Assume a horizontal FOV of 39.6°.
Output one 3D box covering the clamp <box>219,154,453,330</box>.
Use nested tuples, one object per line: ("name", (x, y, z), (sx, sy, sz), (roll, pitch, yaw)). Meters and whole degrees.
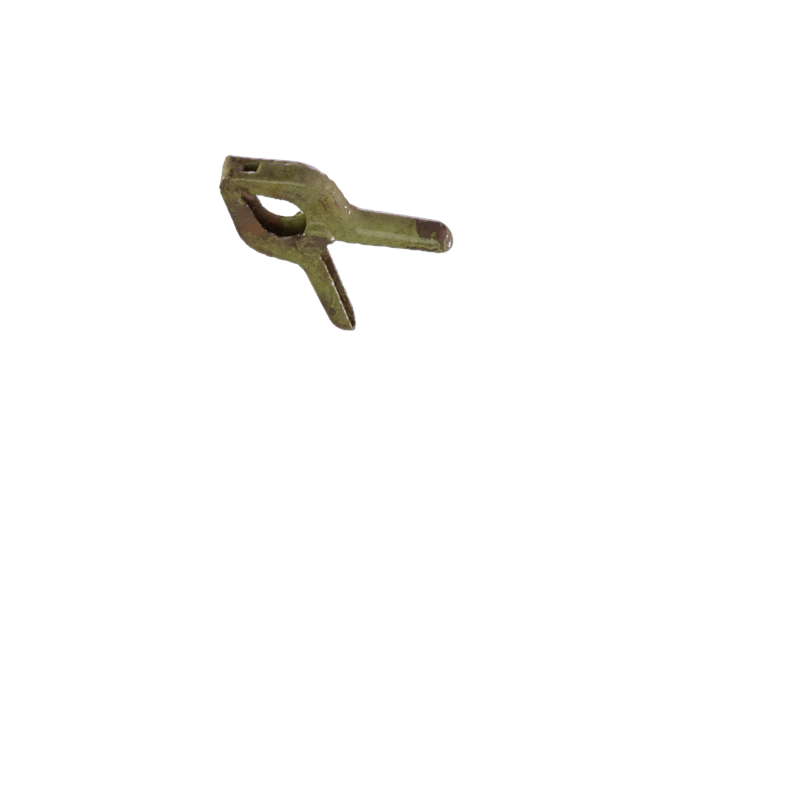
("clamp", (-0.062, -0.114, 0.795), (0.165, 0.117, 0.042), (26, 32, -18))
